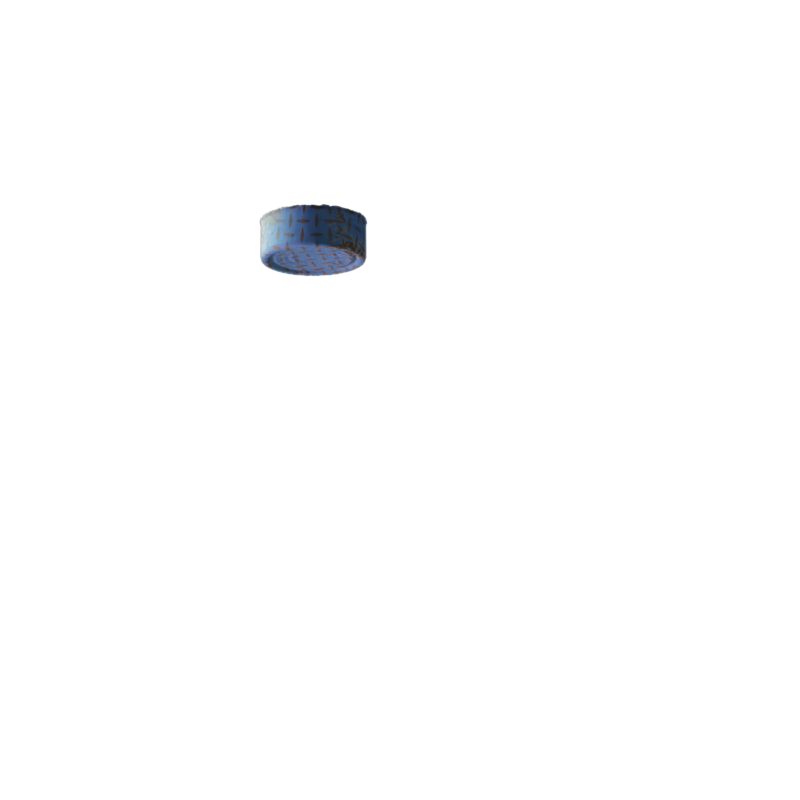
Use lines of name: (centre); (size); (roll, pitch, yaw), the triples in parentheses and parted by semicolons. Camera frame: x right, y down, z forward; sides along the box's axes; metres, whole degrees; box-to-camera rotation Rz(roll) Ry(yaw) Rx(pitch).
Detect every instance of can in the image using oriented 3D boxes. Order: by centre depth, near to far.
can: (-0.069, -0.125, 0.879); (0.086, 0.035, 0.083); (0, -11, -2)
